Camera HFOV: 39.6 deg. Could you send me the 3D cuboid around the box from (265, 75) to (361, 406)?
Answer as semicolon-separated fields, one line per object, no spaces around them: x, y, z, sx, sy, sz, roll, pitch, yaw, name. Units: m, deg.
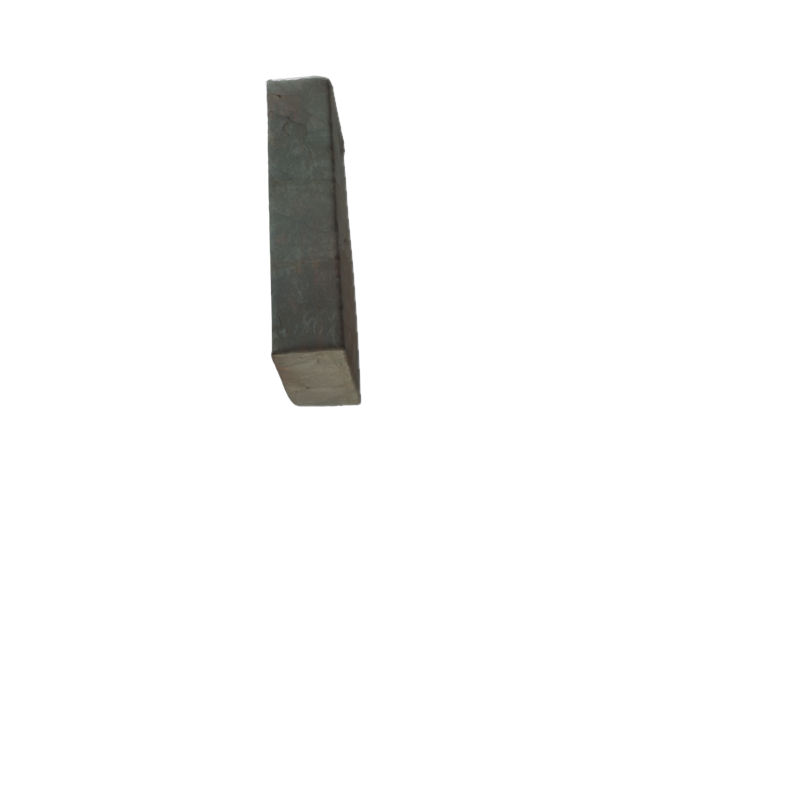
-0.051;-0.093;0.651;0.048;0.186;0.088;-3;-24;3;box
